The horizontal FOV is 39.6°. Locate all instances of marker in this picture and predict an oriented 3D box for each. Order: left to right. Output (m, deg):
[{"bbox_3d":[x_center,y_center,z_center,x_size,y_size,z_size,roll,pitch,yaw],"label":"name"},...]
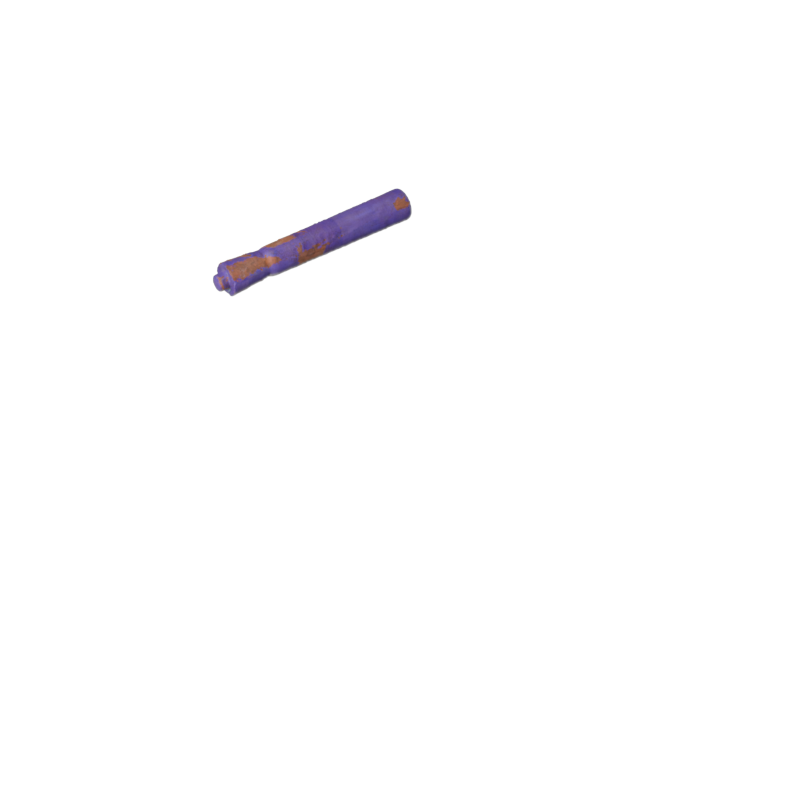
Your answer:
[{"bbox_3d":[-0.047,-0.086,0.601,0.120,0.019,0.020,-27,16,-25],"label":"marker"}]
